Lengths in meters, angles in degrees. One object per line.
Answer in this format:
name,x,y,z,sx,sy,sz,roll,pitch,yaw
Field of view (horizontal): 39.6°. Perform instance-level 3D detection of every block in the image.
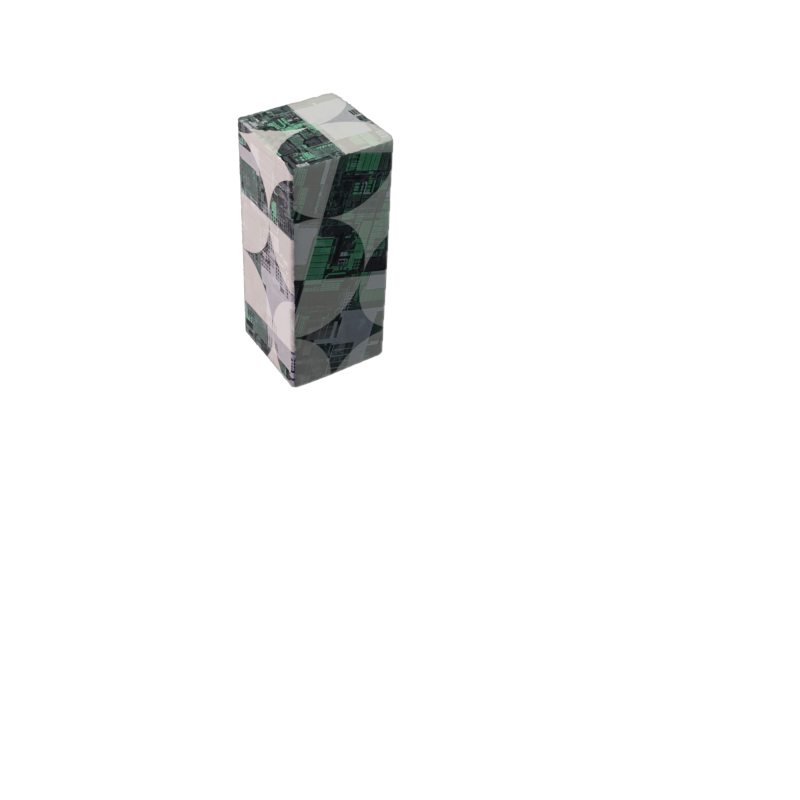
block,-0.069,-0.127,0.886,0.089,0.193,0.098,-19,42,-26
